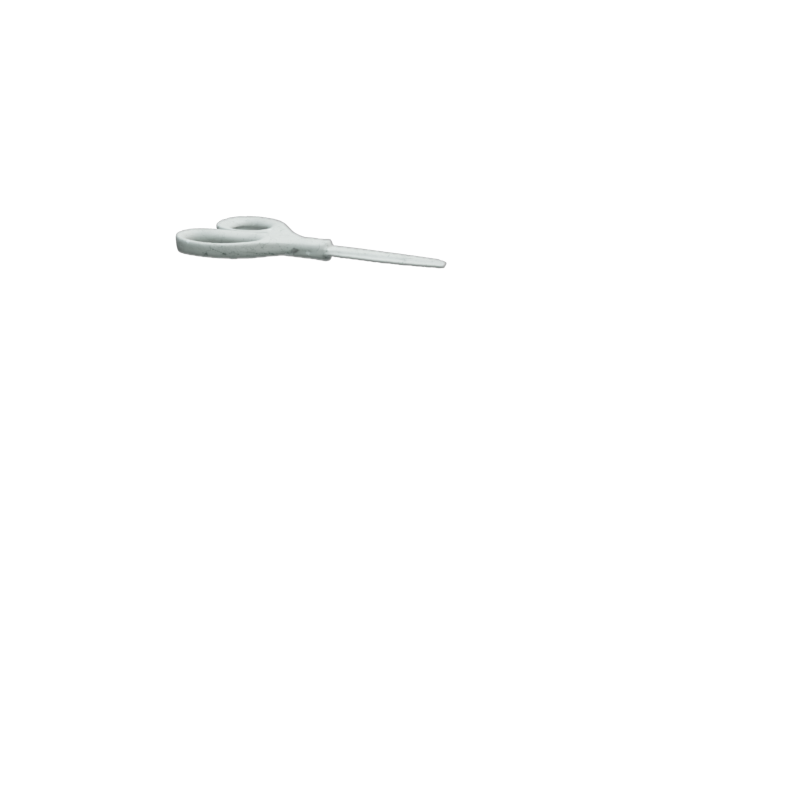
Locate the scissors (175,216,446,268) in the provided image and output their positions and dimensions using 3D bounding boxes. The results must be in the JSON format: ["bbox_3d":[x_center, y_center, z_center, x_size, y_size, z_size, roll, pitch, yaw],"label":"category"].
[{"bbox_3d":[-0.064,-0.118,0.823,0.204,0.015,0.099,4,23,9],"label":"scissors"}]
